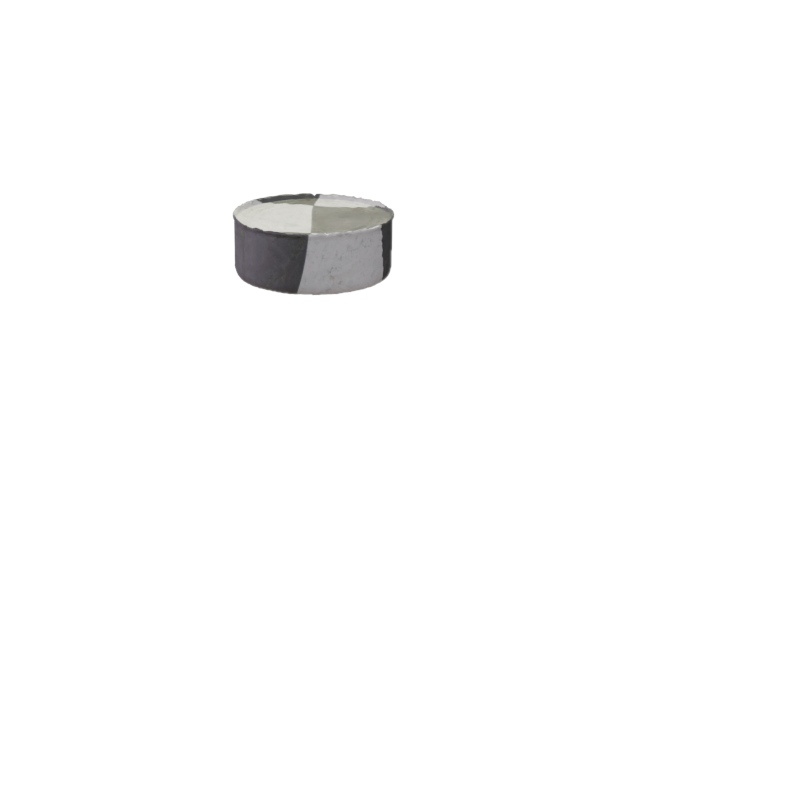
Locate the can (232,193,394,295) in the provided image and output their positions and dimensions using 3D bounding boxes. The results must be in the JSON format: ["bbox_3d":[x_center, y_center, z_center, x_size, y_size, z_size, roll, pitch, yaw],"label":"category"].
[{"bbox_3d":[-0.046,-0.085,0.594,0.086,0.032,0.090,-1,23,-2],"label":"can"}]
